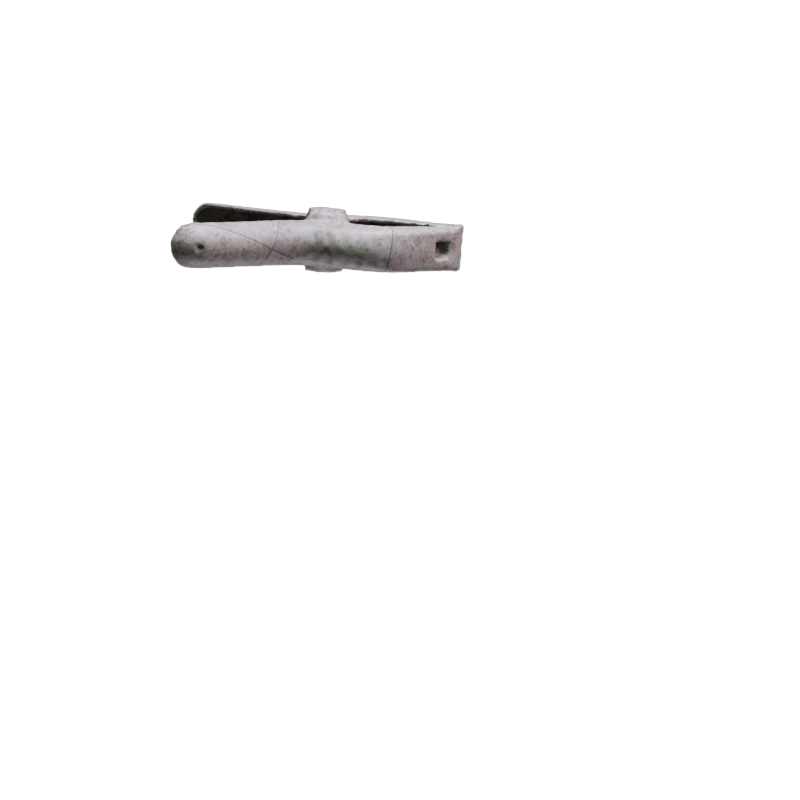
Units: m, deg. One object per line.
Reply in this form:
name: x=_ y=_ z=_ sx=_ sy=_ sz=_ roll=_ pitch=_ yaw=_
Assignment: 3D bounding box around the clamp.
clamp: x=-0.050 y=-0.092 z=0.644 sx=0.173 sy=0.038 sz=0.124 roll=3 pitch=21 yaw=7
